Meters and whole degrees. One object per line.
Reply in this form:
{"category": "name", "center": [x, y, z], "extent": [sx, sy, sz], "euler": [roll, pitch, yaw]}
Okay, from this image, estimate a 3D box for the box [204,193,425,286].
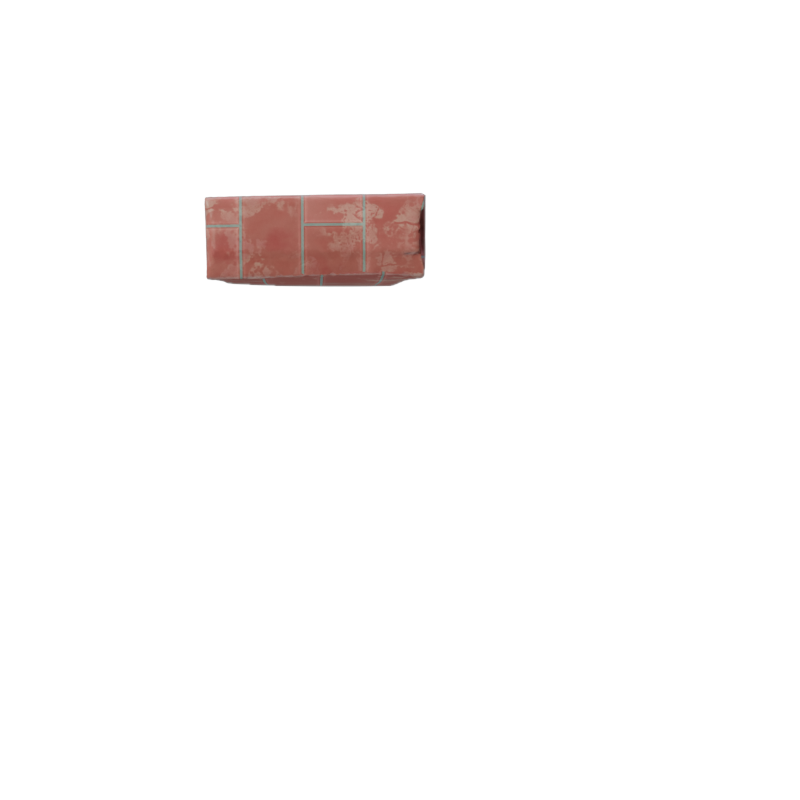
{"category": "box", "center": [-0.039, -0.071, 0.497], "extent": [0.089, 0.039, 0.114], "euler": [0, 3, -4]}
